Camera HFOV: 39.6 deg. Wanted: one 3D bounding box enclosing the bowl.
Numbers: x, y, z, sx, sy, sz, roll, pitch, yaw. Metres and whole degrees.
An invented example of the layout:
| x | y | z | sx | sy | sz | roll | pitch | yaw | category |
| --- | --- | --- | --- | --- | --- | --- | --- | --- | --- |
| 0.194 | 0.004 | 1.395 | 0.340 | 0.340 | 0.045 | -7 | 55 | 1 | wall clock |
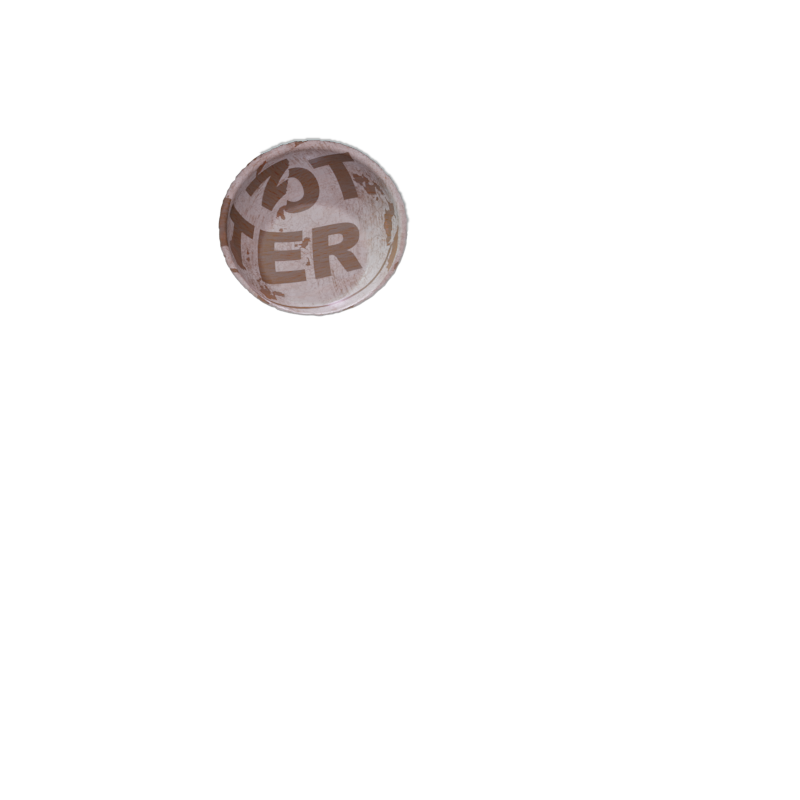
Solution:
| x | y | z | sx | sy | sz | roll | pitch | yaw | category |
| --- | --- | --- | --- | --- | --- | --- | --- | --- | --- |
| -0.072 | -0.131 | 0.920 | 0.162 | 0.154 | 0.058 | 1 | 25 | -1 | bowl |
